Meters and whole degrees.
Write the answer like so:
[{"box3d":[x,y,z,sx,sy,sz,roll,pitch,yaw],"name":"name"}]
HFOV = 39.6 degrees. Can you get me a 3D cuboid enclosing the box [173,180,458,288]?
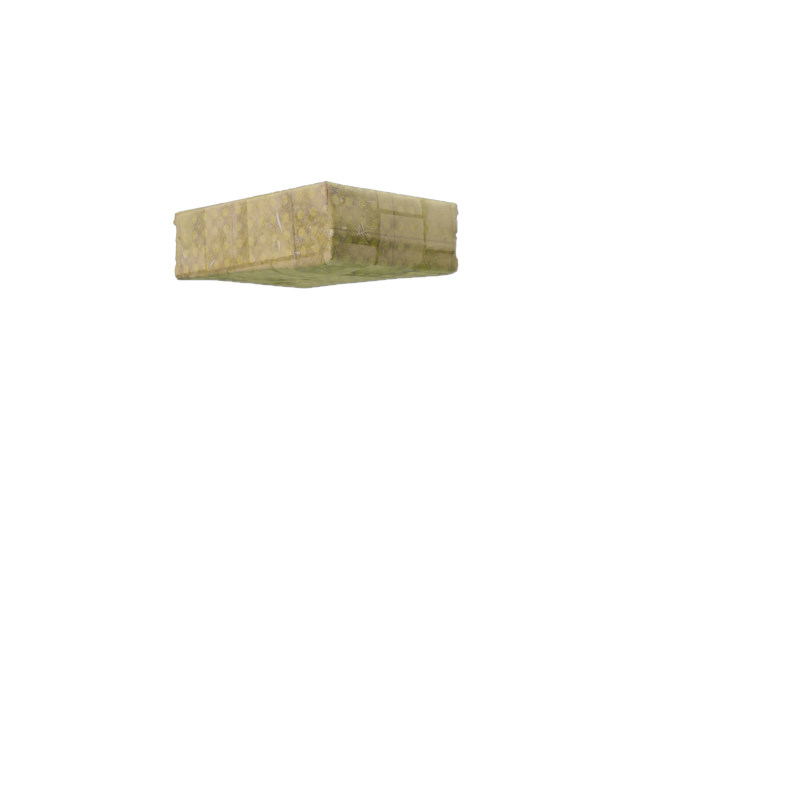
[{"box3d":[-0.042,-0.077,0.540,0.118,0.039,0.086,2,2,44],"name":"box"}]
